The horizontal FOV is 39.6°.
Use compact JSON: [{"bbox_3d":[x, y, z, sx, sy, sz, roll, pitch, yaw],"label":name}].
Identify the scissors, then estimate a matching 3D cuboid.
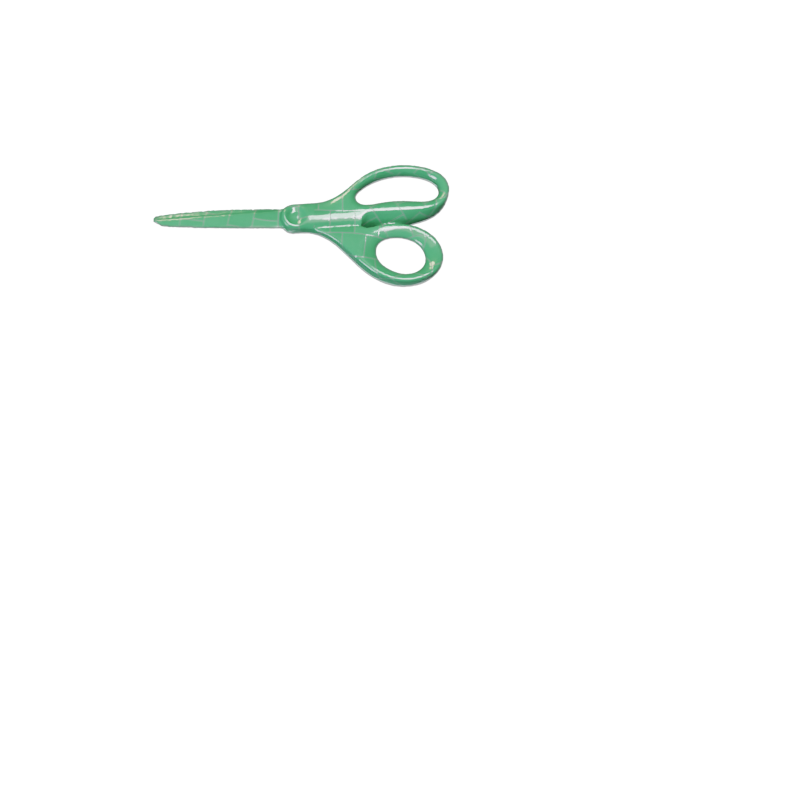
[{"bbox_3d":[-0.059,-0.107,0.752,0.201,0.102,0.015,-16,-22,-7],"label":"scissors"}]
